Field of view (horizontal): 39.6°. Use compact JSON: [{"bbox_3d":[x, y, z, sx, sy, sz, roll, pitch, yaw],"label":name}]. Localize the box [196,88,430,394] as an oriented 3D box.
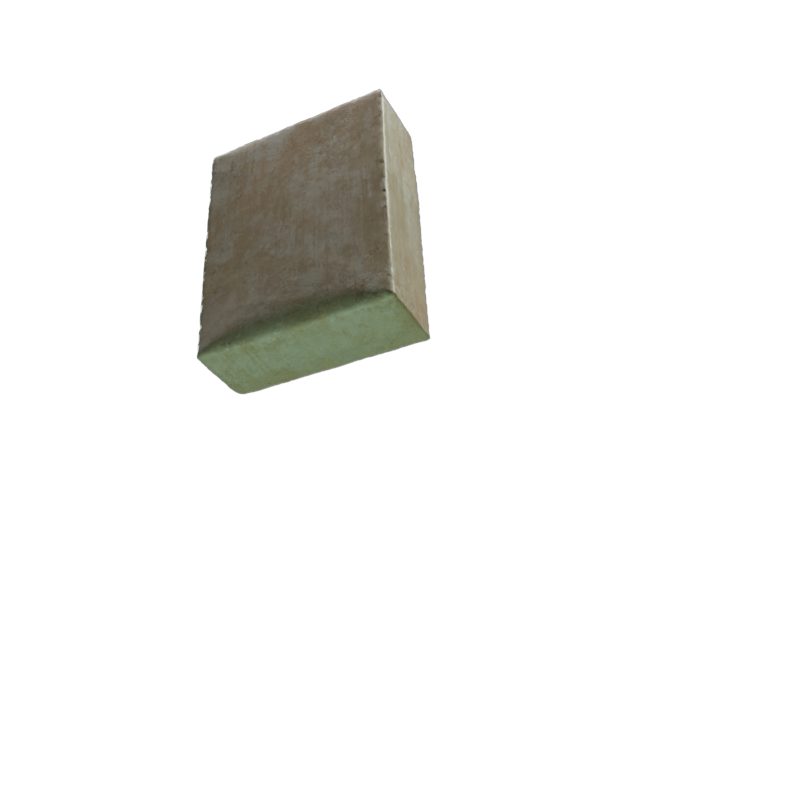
[{"bbox_3d":[-0.068,-0.125,0.874,0.165,0.229,0.066,-18,-40,20],"label":"box"}]
